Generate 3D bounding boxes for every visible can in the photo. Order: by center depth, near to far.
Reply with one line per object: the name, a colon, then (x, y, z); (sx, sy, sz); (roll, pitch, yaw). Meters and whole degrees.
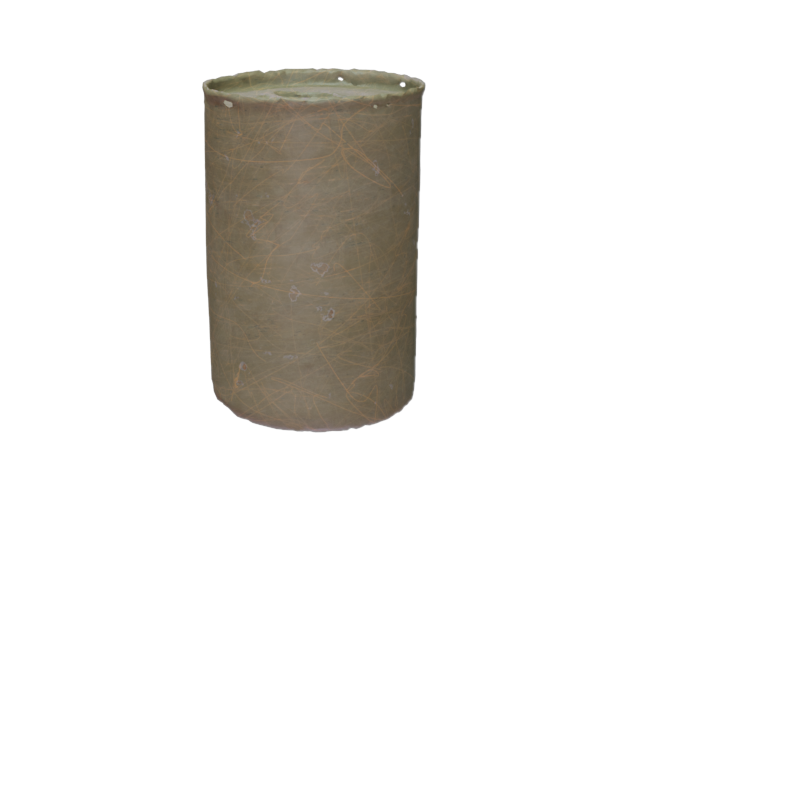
can: (-0.028, -0.050, 0.351); (0.068, 0.098, 0.071); (0, 18, -2)
